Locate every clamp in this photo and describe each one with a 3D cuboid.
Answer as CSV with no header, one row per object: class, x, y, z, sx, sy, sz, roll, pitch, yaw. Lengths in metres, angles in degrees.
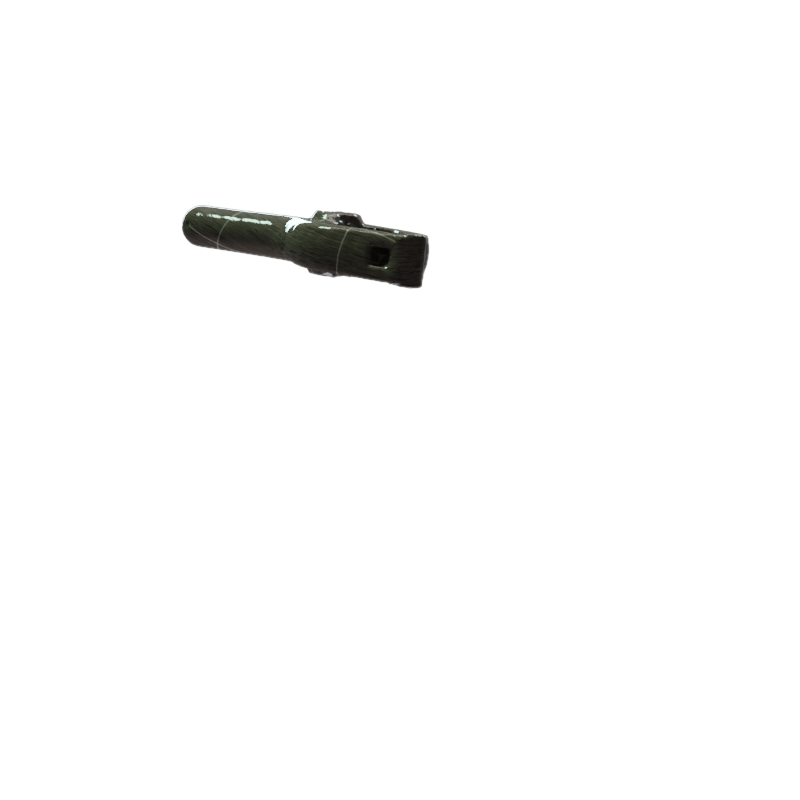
clamp,-0.048,-0.088,0.619,0.117,0.039,0.179,-4,12,-23
